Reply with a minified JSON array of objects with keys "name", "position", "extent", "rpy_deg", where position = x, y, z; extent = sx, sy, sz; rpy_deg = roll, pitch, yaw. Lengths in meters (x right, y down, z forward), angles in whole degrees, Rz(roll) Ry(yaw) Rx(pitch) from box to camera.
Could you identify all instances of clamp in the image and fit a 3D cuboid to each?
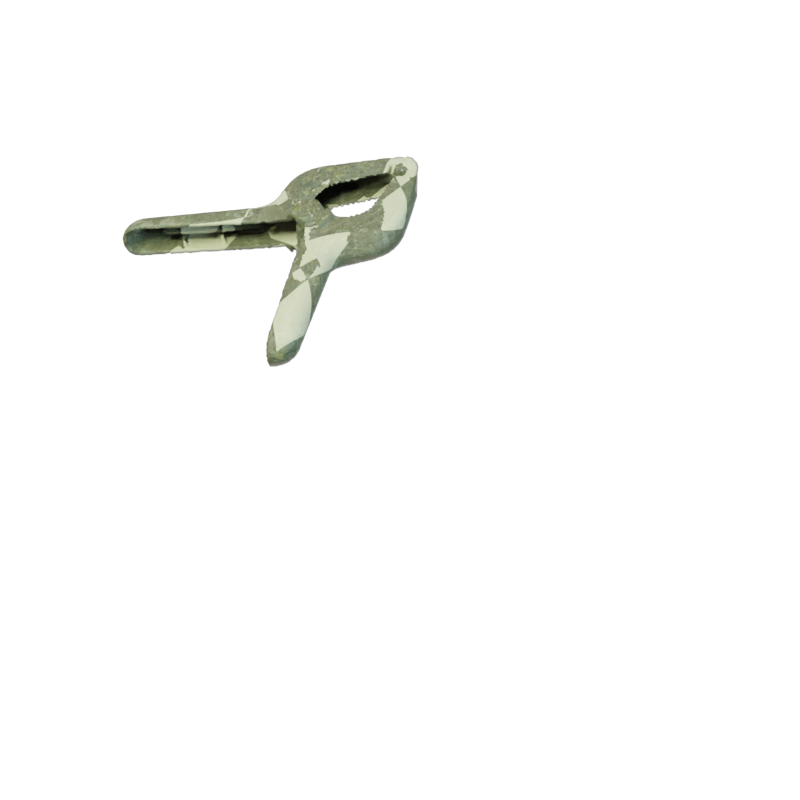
[{"name":"clamp","position":[-0.059,-0.107,0.749],"extent":[0.209,0.034,0.177],"rpy_deg":[-27,50,-26]}]
